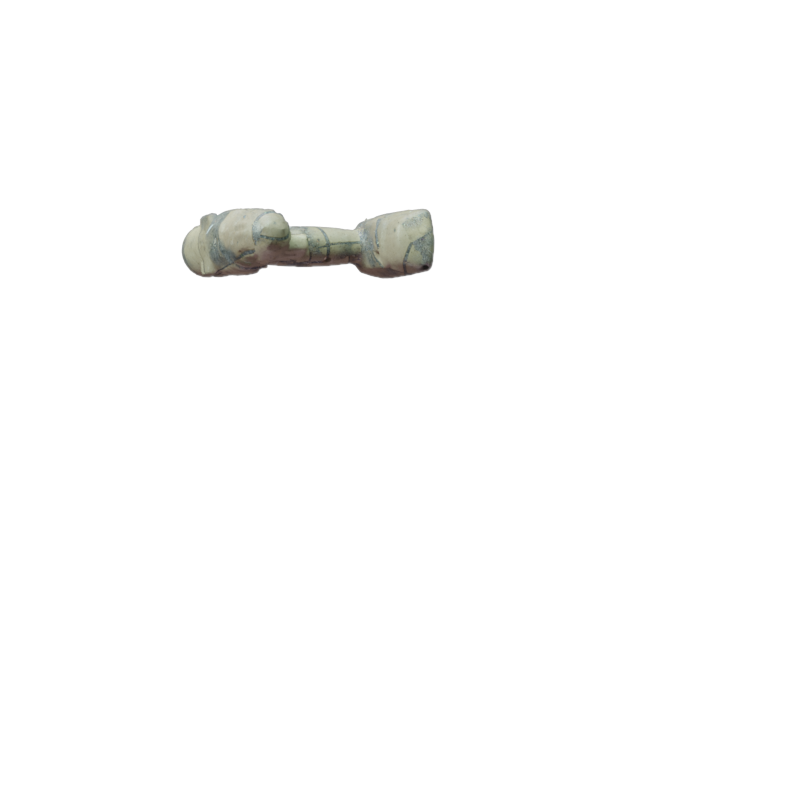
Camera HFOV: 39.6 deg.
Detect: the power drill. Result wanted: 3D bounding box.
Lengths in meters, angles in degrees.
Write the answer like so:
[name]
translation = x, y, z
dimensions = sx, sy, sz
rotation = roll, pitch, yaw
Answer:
[power drill]
translation = -0.071, -0.129, 0.905
dimensions = 0.182, 0.057, 0.190
rotation = -2, 5, -24
